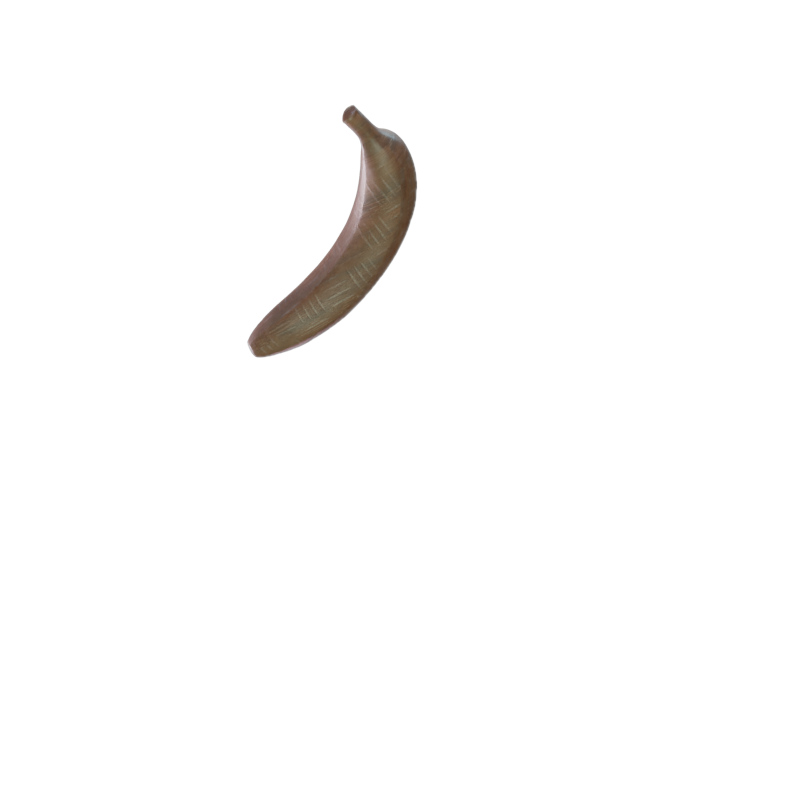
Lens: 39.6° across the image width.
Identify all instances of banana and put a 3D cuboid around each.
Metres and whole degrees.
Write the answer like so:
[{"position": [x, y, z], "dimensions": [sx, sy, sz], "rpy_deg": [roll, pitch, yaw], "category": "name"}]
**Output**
[{"position": [-0.036, -0.098, 0.704], "dimensions": [0.068, 0.189, 0.039], "rpy_deg": [18, 34, -14], "category": "banana"}]
